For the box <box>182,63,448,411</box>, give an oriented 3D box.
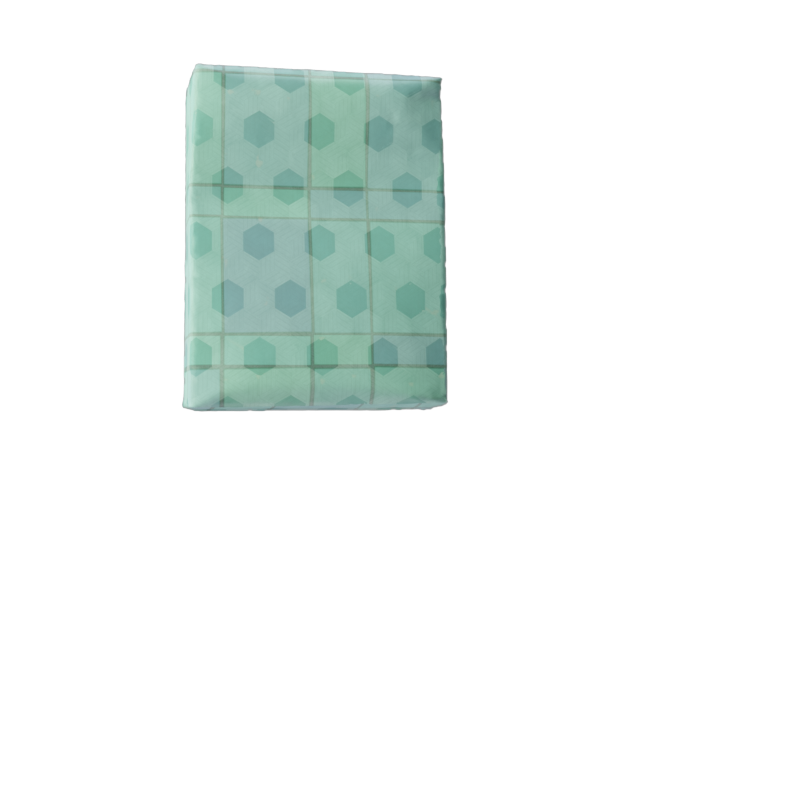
[{"bbox_3d":[-0.056,-0.101,0.710,0.161,0.217,0.072,1,-7,-12],"label":"box"}]
